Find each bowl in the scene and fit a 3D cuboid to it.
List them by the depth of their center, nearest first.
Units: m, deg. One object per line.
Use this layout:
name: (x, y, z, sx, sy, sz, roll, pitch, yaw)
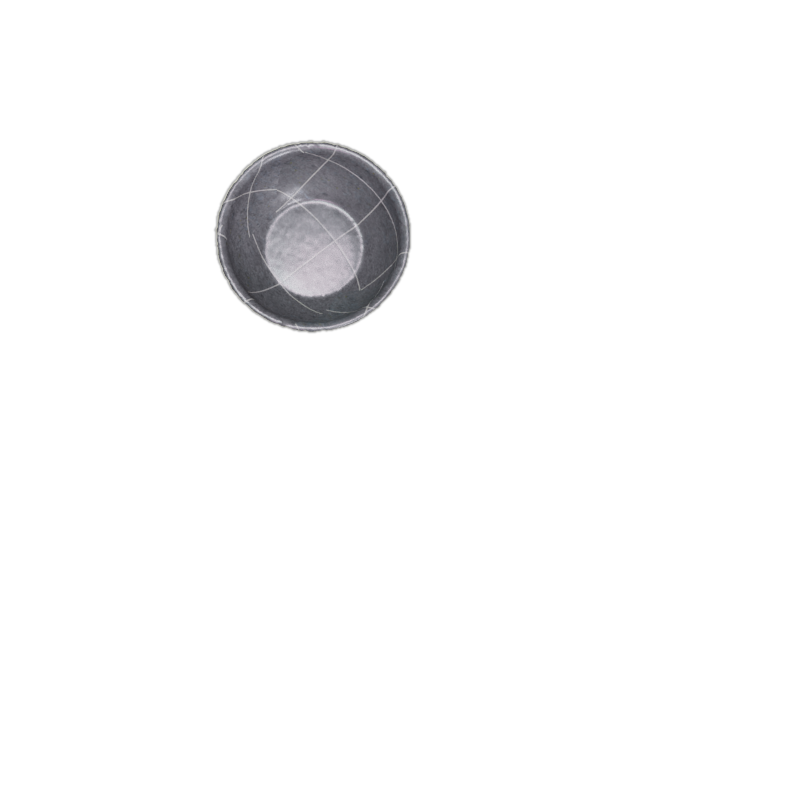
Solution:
bowl: (-0.074, -0.134, 0.941, 0.162, 0.167, 0.053, 0, -12, -1)
